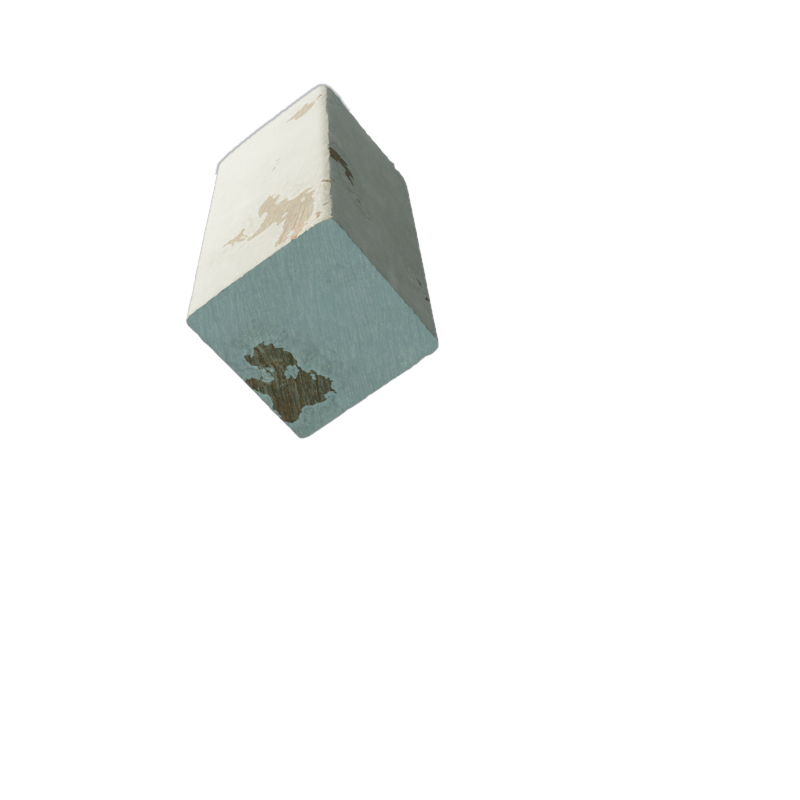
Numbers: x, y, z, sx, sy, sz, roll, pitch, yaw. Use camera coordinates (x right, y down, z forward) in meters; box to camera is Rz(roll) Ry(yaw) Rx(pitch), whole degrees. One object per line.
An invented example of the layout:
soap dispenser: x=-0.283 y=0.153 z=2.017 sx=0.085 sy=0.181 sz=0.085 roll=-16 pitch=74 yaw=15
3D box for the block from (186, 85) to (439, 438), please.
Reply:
block: x=-0.048 y=-0.089 z=0.619 sx=0.090 sy=0.086 sz=0.219 roll=-35 pitch=27 yaw=16
